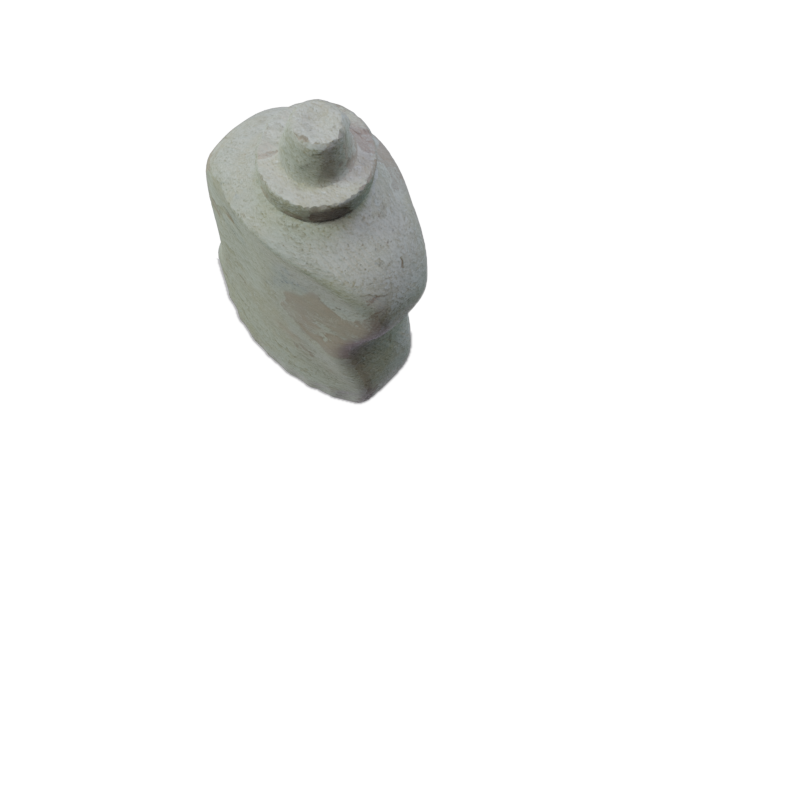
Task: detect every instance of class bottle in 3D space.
[{"bbox_3d":[-0.034,-0.063,0.436,0.059,0.099,0.184,-42,-10,-14],"label":"bottle"}]
